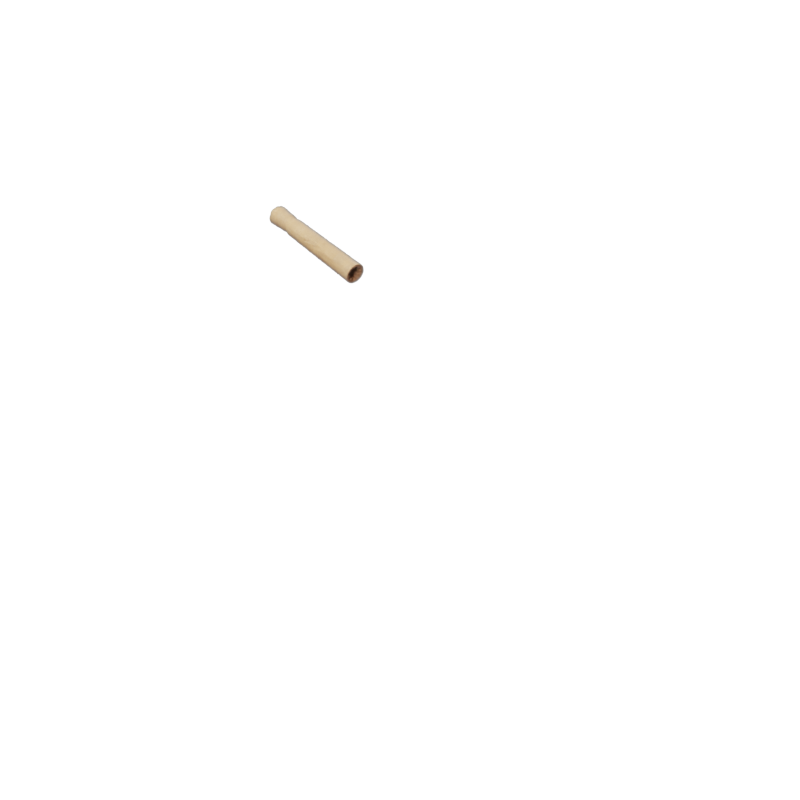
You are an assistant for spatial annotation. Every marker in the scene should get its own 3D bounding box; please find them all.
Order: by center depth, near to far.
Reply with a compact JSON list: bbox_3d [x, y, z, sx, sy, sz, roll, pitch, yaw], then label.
[{"bbox_3d":[-0.077,-0.141,0.985,0.019,0.019,0.130,-3,33,-43],"label":"marker"}]
